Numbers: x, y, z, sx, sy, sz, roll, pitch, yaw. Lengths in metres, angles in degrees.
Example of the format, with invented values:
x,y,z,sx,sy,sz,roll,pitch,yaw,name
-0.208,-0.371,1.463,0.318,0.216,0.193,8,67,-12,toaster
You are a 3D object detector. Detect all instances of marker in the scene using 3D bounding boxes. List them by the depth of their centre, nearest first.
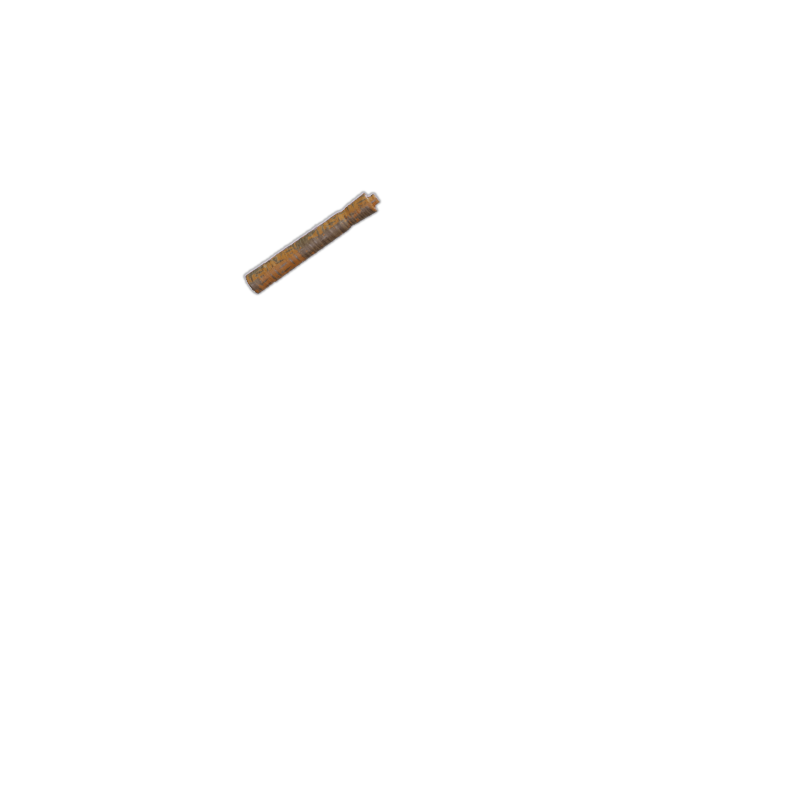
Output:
x,y,z,sx,sy,sz,roll,pitch,yaw,name
-0.067,-0.123,0.859,0.120,0.020,0.020,-33,-2,10,marker
